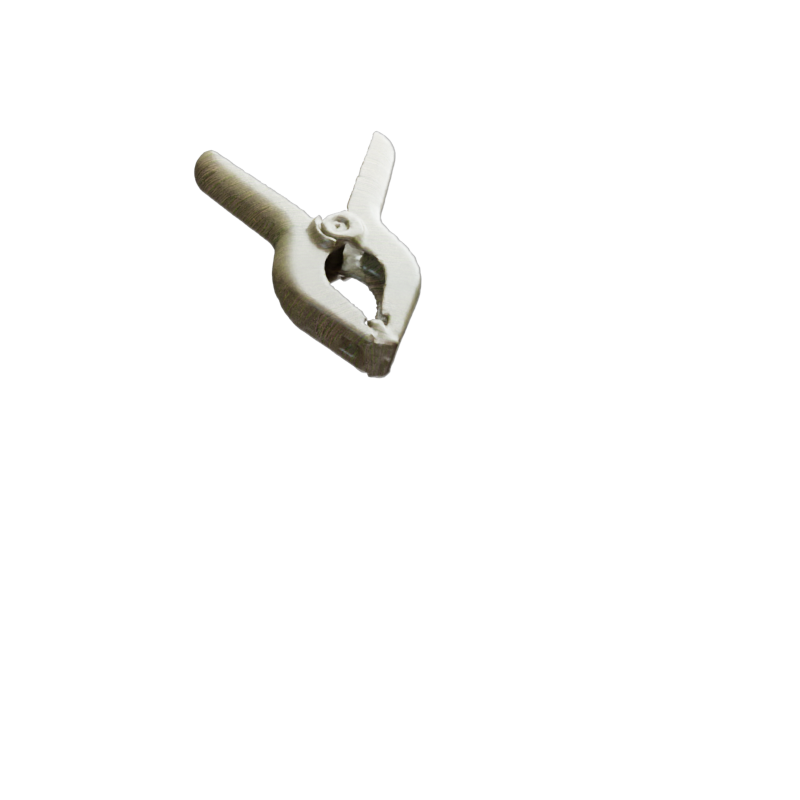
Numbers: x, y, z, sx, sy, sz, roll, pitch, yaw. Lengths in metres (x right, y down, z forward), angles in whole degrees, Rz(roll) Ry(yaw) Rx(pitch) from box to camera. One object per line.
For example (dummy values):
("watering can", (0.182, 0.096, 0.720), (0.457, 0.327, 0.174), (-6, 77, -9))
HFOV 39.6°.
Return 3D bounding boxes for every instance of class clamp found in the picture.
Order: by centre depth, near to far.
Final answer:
("clamp", (-0.047, -0.086, 0.604), (0.119, 0.185, 0.036), (-8, -42, -7))
